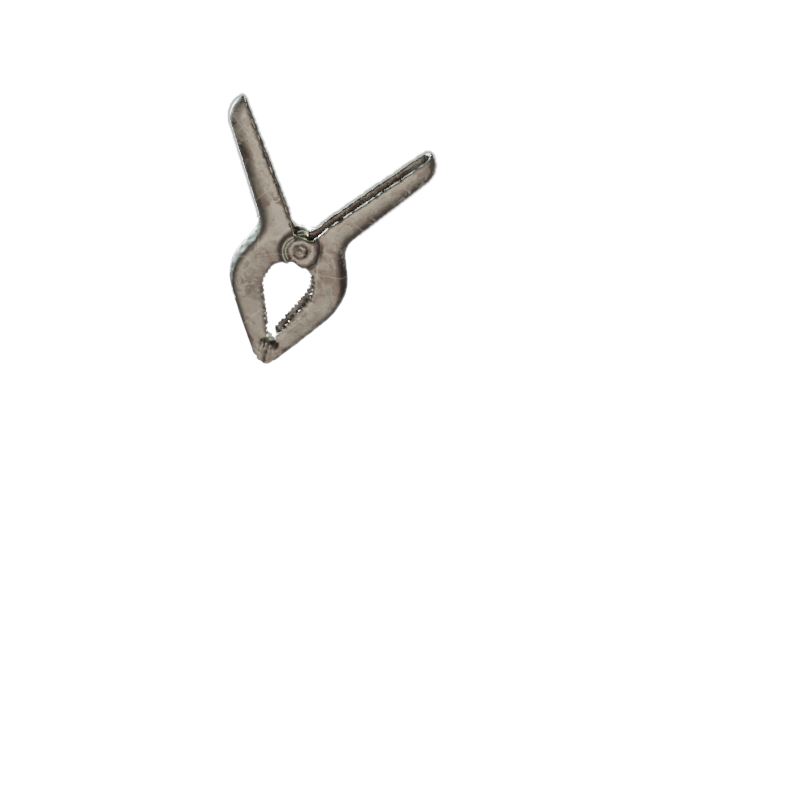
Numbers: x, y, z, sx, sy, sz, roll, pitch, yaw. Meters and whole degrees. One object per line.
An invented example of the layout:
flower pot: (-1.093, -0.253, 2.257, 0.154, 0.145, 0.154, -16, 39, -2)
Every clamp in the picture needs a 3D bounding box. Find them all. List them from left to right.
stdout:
clamp: (-0.069, -0.125, 0.879, 0.163, 0.202, 0.038, 11, 18, -4)
